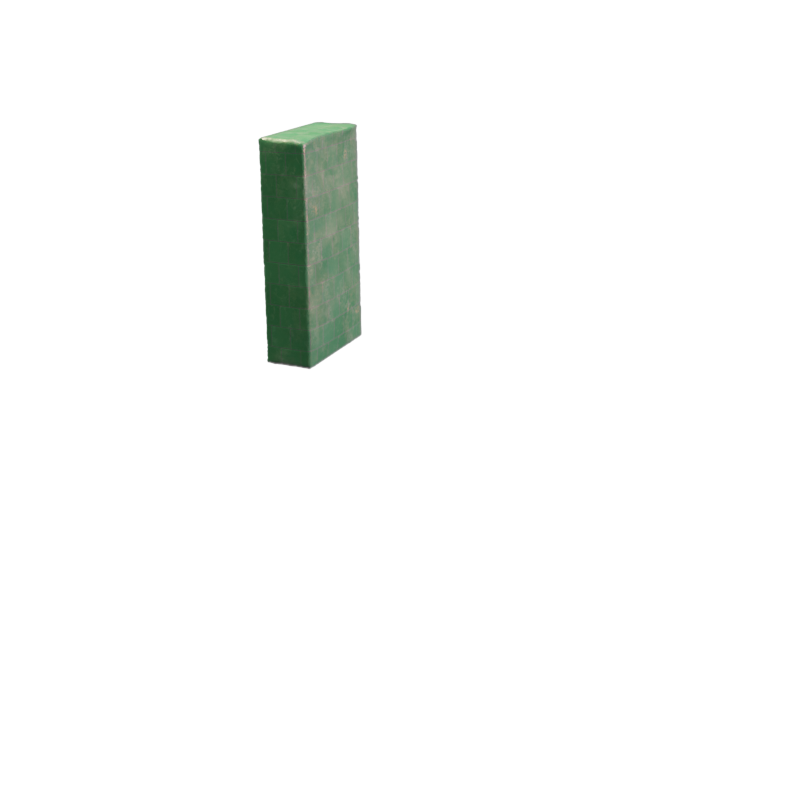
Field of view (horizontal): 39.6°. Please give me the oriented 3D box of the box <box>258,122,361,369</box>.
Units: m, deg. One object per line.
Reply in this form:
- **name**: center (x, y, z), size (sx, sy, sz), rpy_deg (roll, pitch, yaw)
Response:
- **box**: center (-0.067, -0.123, 0.865), size (0.050, 0.170, 0.093), rpy_deg (8, 19, 23)
